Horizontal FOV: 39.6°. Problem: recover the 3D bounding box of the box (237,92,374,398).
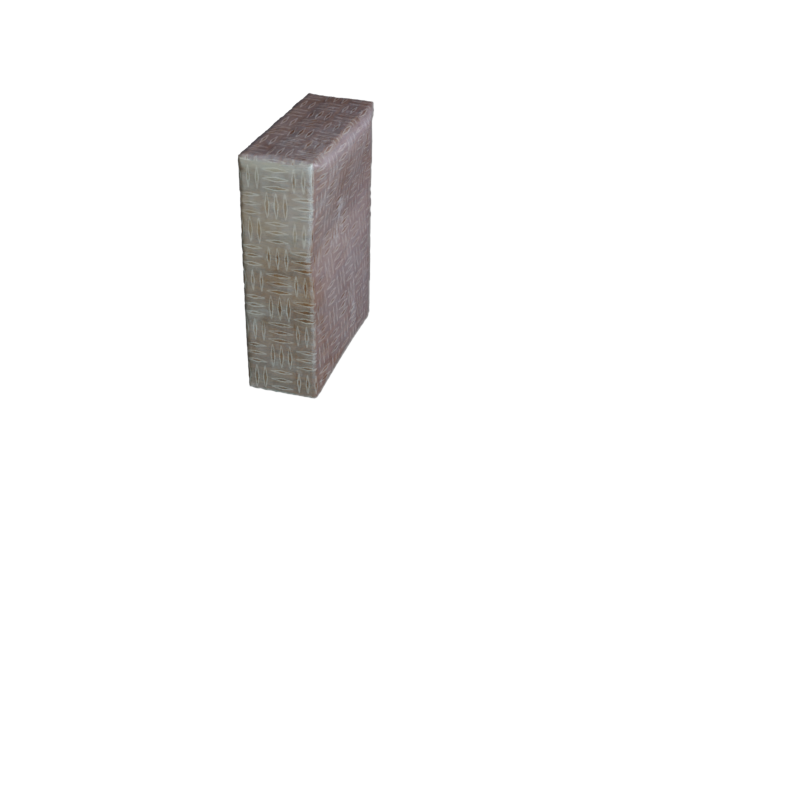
[{"bbox_3d":[-0.075,-0.136,0.955,0.074,0.202,0.170,9,30,13],"label":"box"}]
